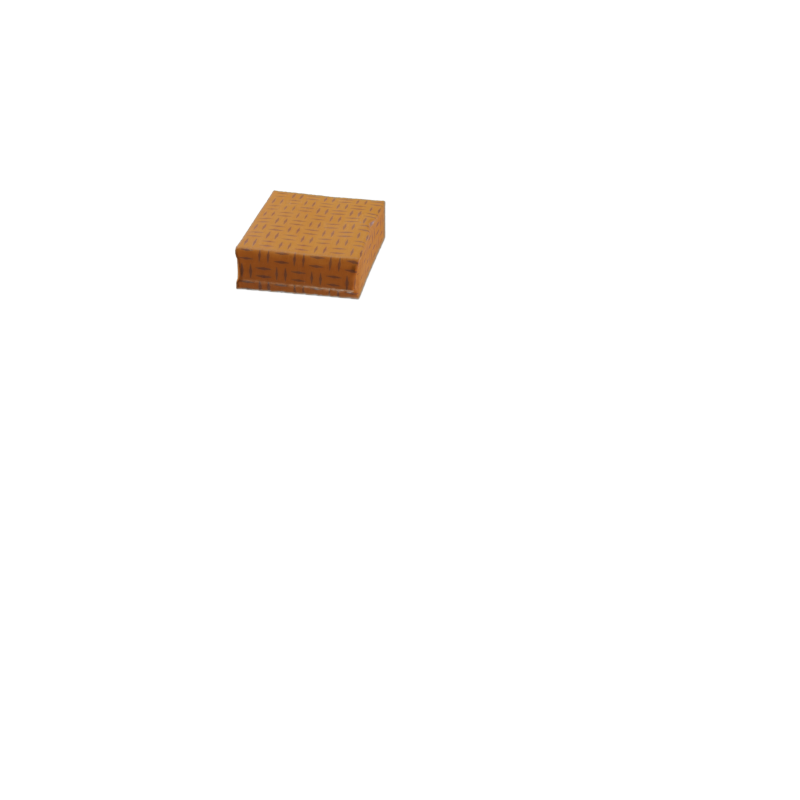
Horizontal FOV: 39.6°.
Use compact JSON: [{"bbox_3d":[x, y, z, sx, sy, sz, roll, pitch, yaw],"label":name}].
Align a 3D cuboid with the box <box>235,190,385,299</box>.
[{"bbox_3d":[-0.052,-0.094,0.660,0.074,0.028,0.093,6,31,9],"label":"box"}]
